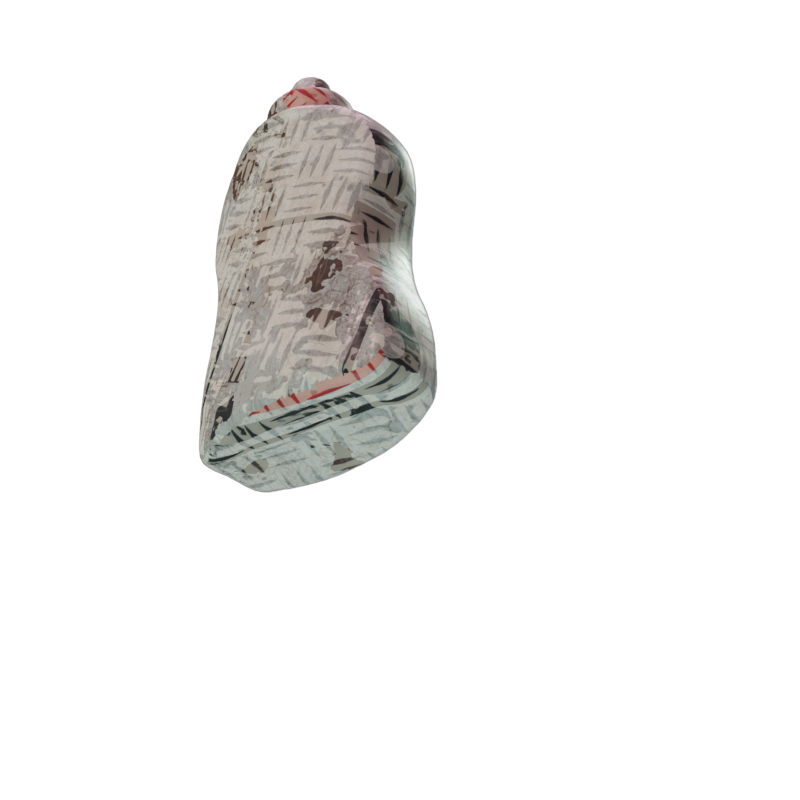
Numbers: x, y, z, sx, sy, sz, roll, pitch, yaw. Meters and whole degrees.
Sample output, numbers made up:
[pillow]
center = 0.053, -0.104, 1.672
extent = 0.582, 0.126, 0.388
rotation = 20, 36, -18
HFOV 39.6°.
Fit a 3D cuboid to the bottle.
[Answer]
[bottle]
center = -0.036, -0.066, 0.458
extent = 0.095, 0.206, 0.055
rotation = -32, -47, 31
